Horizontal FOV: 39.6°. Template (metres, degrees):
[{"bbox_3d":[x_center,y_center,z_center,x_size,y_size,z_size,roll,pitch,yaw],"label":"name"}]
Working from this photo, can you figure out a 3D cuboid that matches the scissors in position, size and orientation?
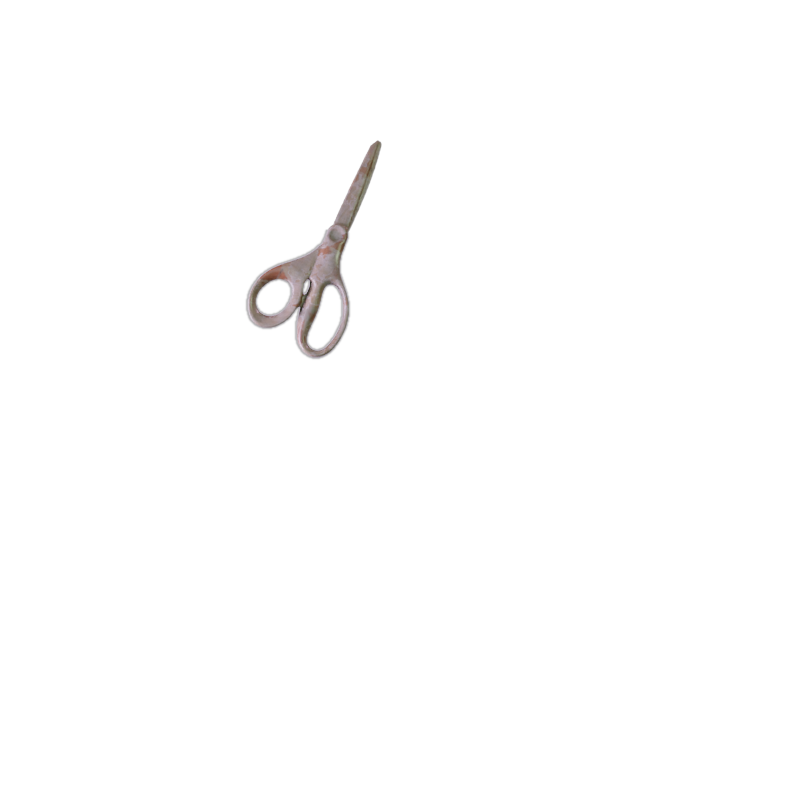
[{"bbox_3d":[-0.075,-0.137,0.958,0.096,0.209,0.015,6,-17,2],"label":"scissors"}]
